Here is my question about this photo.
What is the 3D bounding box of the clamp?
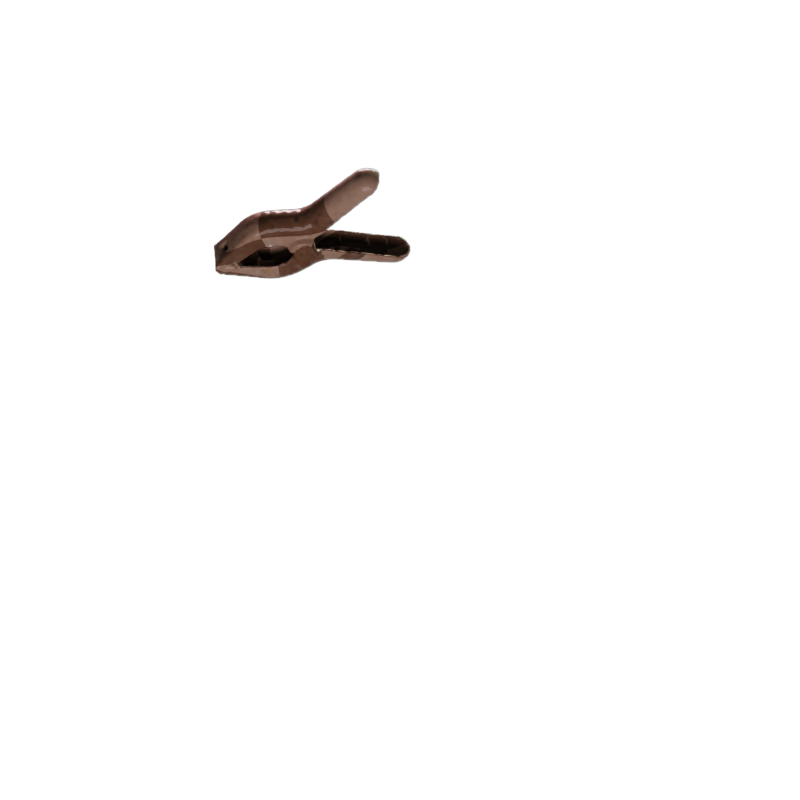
[{"bbox_3d":[-0.076,-0.139,0.972,0.173,0.042,0.111,-15,-40,19],"label":"clamp"}]
